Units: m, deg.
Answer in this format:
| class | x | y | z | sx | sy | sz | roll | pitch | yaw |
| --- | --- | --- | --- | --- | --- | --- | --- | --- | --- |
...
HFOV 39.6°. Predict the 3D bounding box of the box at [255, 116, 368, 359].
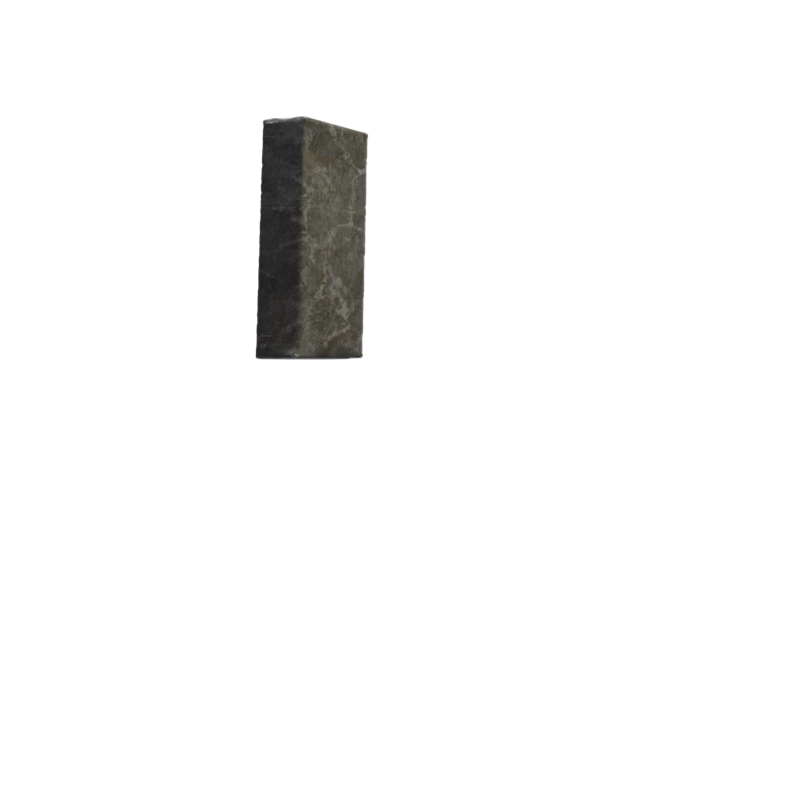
| class | x | y | z | sx | sy | sz | roll | pitch | yaw |
| --- | --- | --- | --- | --- | --- | --- | --- | --- | --- |
| box | -0.065 | -0.119 | 0.834 | 0.049 | 0.178 | 0.090 | -3 | -4 | 30 |
